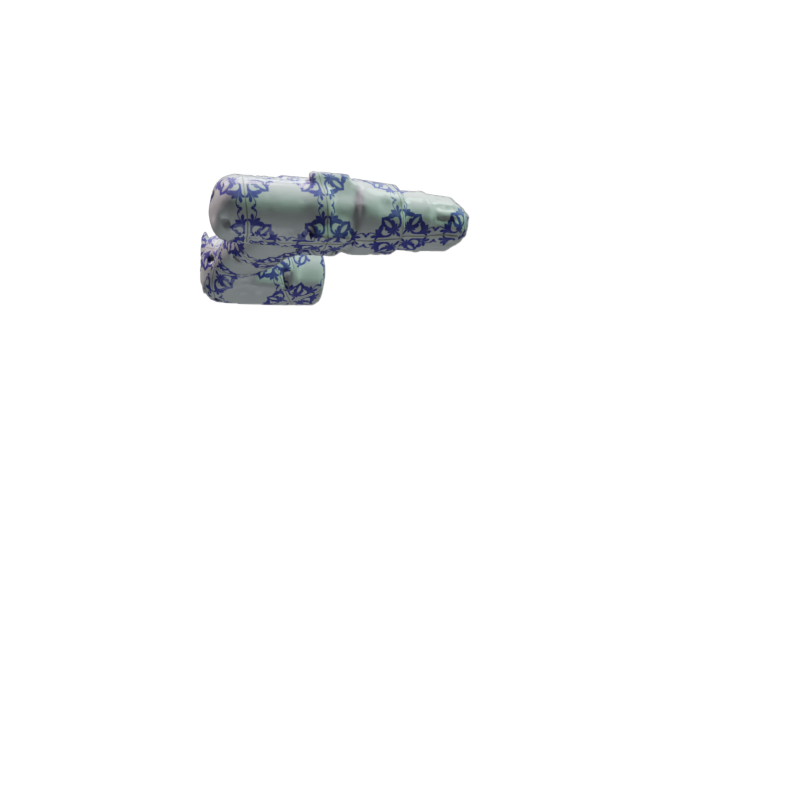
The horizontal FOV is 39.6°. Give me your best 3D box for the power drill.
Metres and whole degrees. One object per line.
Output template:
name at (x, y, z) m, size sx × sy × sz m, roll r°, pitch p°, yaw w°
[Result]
power drill at (-0.065, -0.118, 0.824) m, size 0.180 × 0.059 × 0.186 m, roll 4°, pitch -12°, yaw -19°
